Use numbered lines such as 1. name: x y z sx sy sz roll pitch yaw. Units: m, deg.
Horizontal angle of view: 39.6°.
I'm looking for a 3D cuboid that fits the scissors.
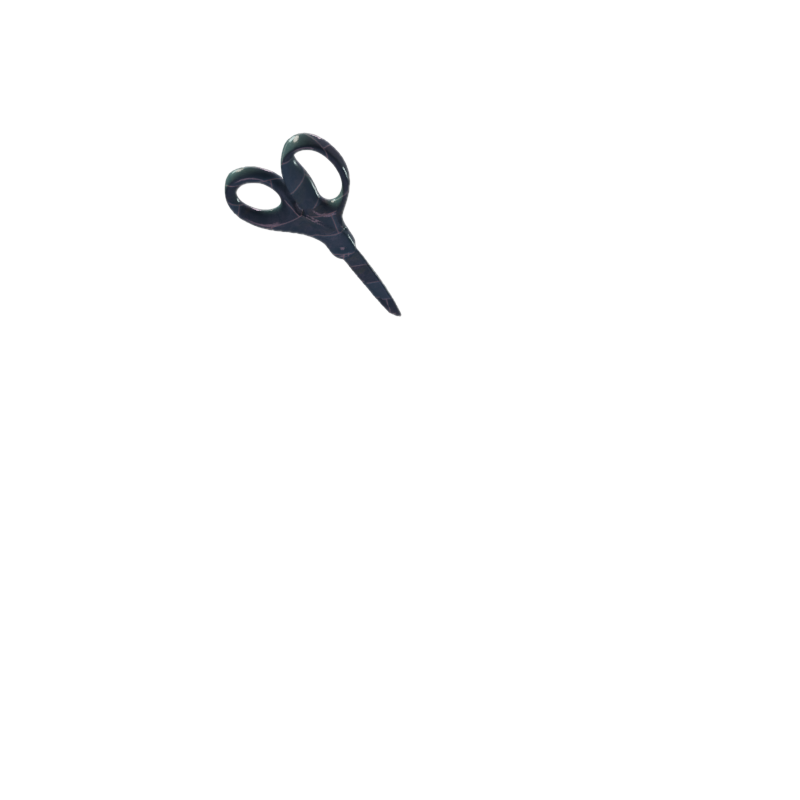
1. scissors: -0.063 -0.115 0.804 0.097 0.017 0.186 -7 -37 9
